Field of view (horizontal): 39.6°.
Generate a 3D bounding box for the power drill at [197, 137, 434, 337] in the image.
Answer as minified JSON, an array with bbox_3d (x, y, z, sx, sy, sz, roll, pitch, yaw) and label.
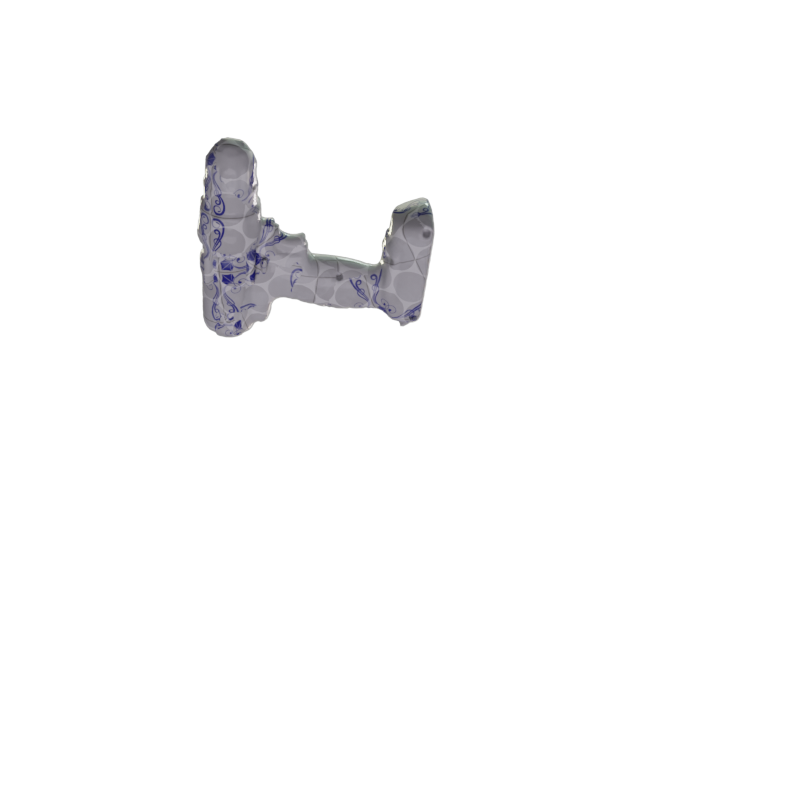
[{"bbox_3d":[-0.070,-0.128,0.898,0.187,0.173,0.061,3,41,-3],"label":"power drill"}]
